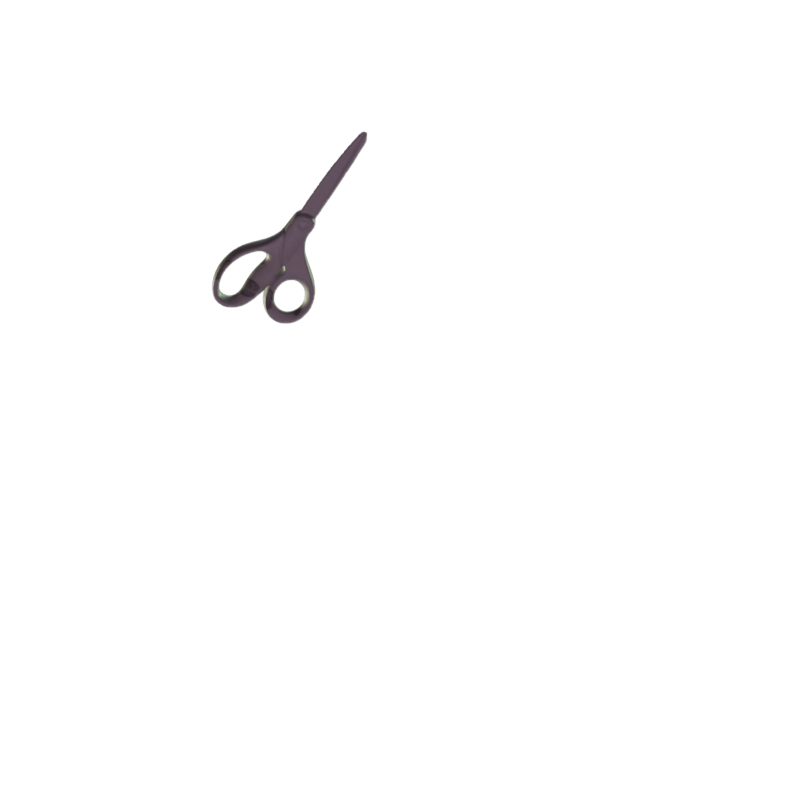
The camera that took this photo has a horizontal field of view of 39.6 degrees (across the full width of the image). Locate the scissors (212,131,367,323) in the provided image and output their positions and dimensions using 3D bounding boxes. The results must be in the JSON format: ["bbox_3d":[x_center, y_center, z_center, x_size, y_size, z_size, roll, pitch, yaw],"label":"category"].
[{"bbox_3d":[-0.072,-0.132,0.925,0.200,0.091,0.017,-35,29,23],"label":"scissors"}]
